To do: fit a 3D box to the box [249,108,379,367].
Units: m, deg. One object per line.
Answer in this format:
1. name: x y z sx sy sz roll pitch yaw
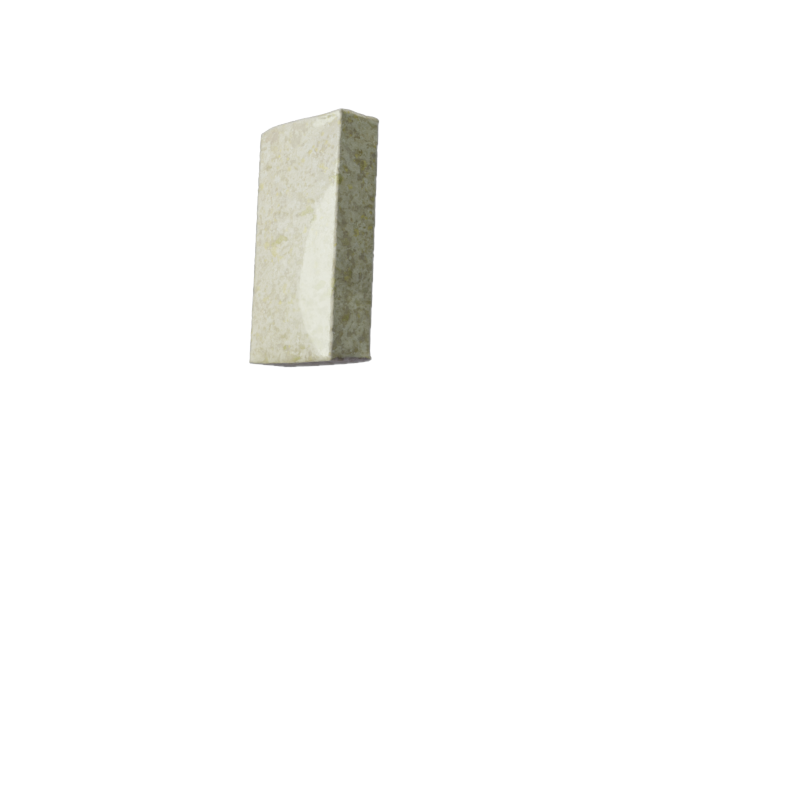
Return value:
1. box: -0.063 -0.114 0.796 0.046 0.180 0.096 7 -10 -44
